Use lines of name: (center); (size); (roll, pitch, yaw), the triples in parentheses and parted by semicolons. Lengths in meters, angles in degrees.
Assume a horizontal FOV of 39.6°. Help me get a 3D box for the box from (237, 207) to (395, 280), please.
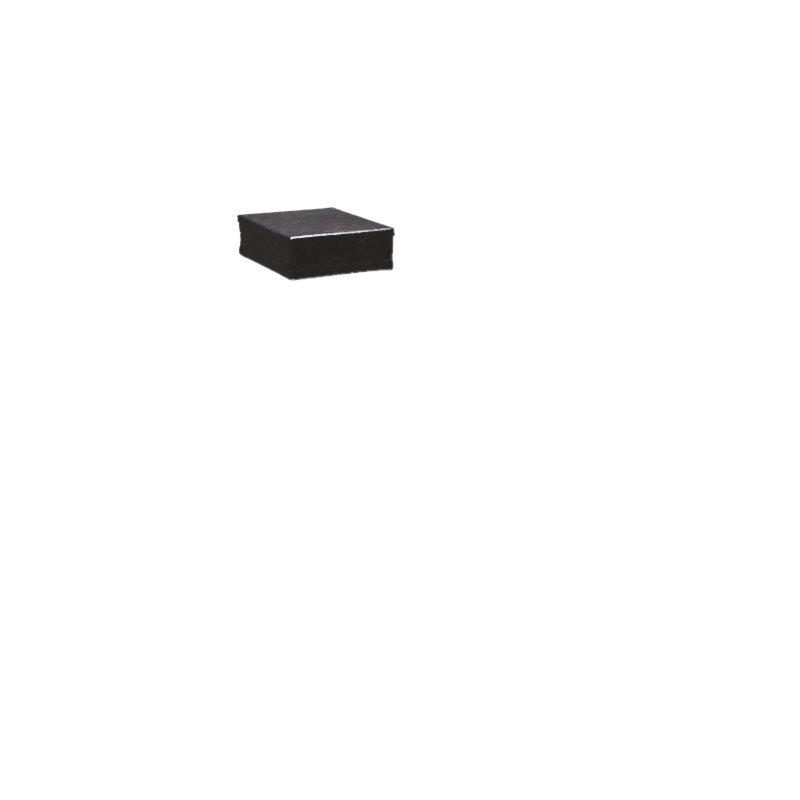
box: (-0.069, -0.127, 0.889); (0.088, 0.038, 0.120); (-8, 18, -27)
